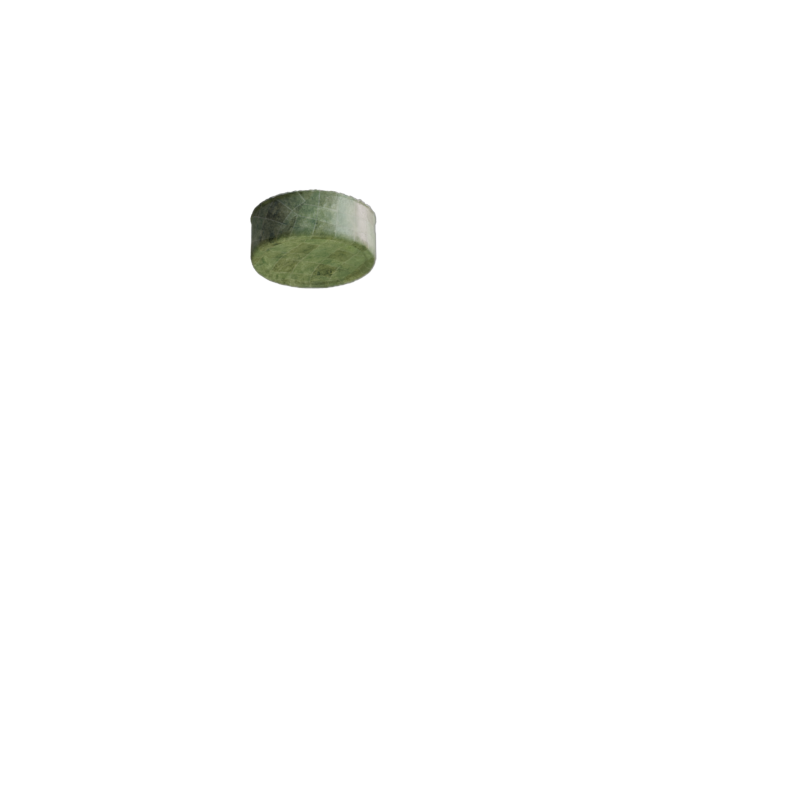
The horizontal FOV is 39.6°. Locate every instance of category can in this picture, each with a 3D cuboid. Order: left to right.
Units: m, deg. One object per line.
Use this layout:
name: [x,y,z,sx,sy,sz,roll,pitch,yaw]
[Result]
can: [-0.058,-0.107,0.747,0.086,0.035,0.082,0,-21,-2]
